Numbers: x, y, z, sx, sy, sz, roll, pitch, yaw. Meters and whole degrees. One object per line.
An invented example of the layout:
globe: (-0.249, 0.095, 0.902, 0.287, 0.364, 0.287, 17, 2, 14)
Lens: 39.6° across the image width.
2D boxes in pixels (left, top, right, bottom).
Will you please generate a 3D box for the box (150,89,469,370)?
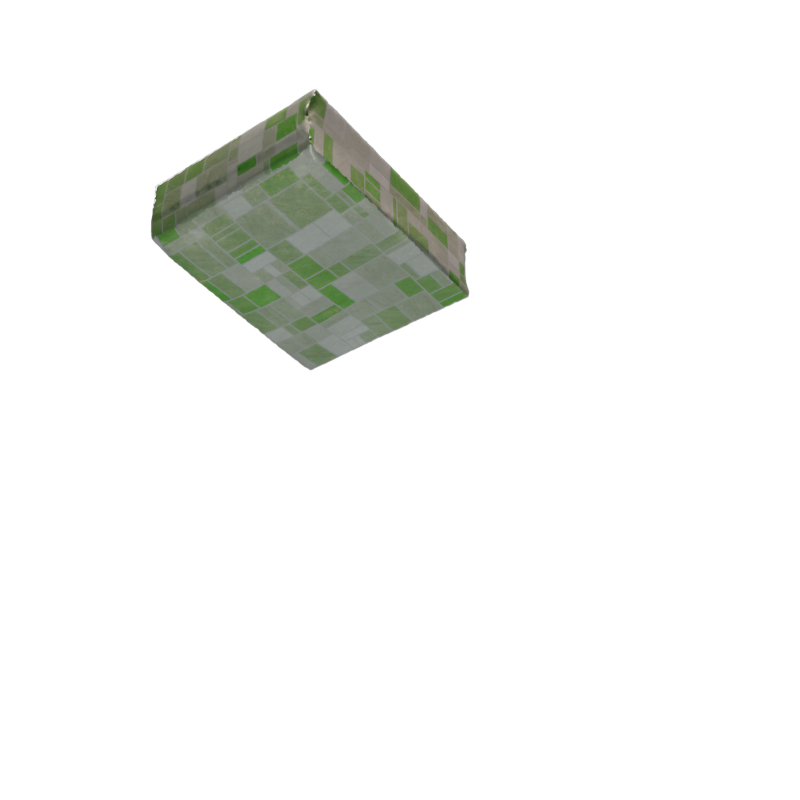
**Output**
box: (-0.037, -0.068, 0.477, 0.090, 0.042, 0.105, -26, -45, 28)
